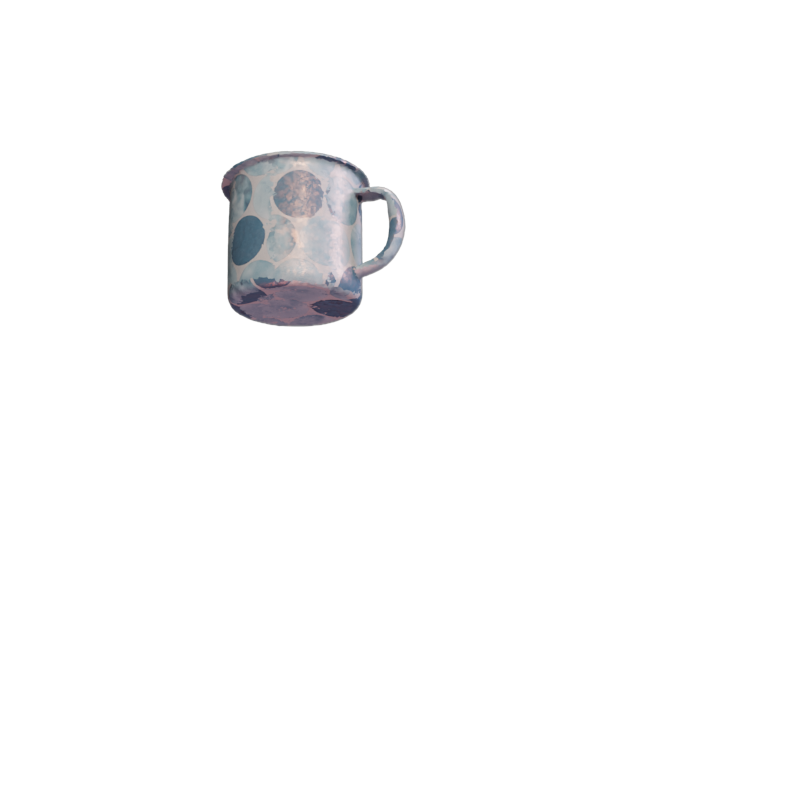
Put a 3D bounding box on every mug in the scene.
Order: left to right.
[{"bbox_3d":[-0.053,-0.096,0.673,0.119,0.086,0.087,-7,-21,19],"label":"mug"}]
